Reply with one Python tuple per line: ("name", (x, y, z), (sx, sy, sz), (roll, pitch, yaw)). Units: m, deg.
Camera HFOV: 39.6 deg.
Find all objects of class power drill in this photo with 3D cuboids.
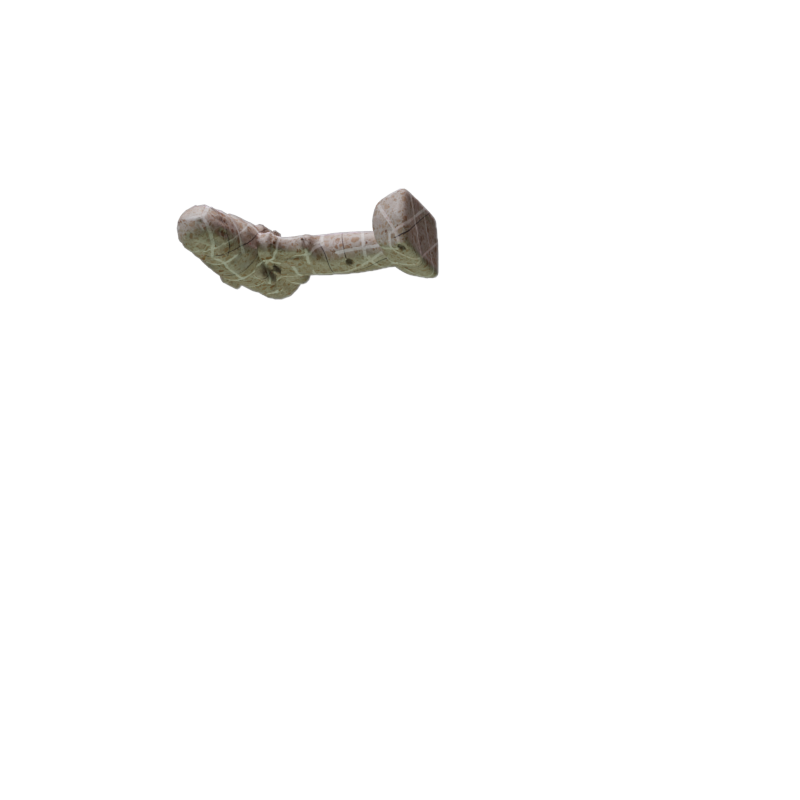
("power drill", (-0.073, -0.132, 0.927), (0.192, 0.059, 0.175), (-3, -9, 20))
